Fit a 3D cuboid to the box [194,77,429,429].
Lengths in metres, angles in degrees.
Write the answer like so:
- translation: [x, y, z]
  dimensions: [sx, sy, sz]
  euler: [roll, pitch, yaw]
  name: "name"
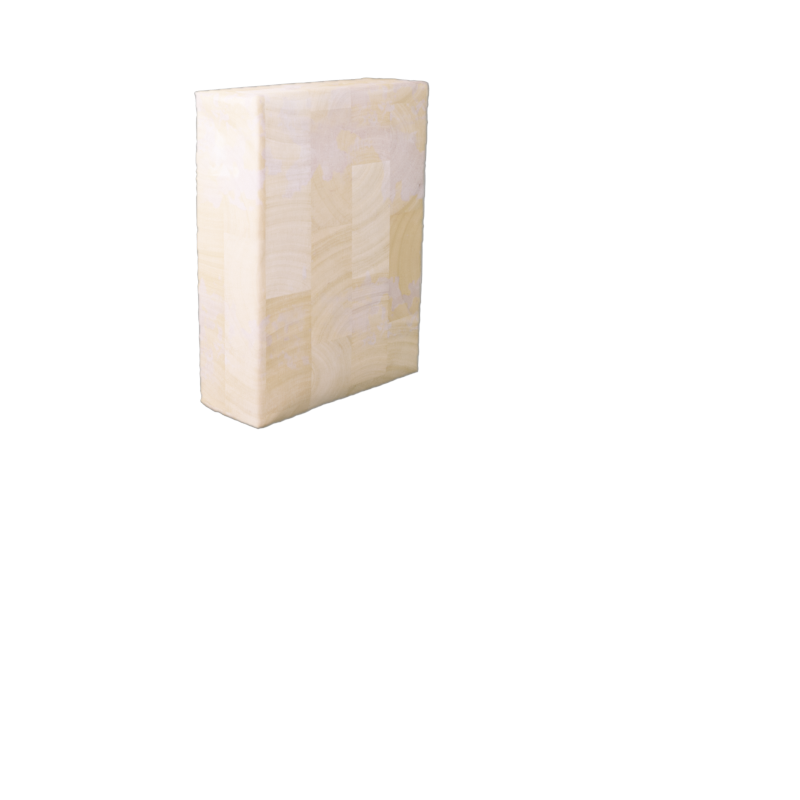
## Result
- translation: [-0.059, -0.108, 0.756]
  dimensions: [0.076, 0.207, 0.161]
  euler: [13, 19, 40]
  name: "box"
